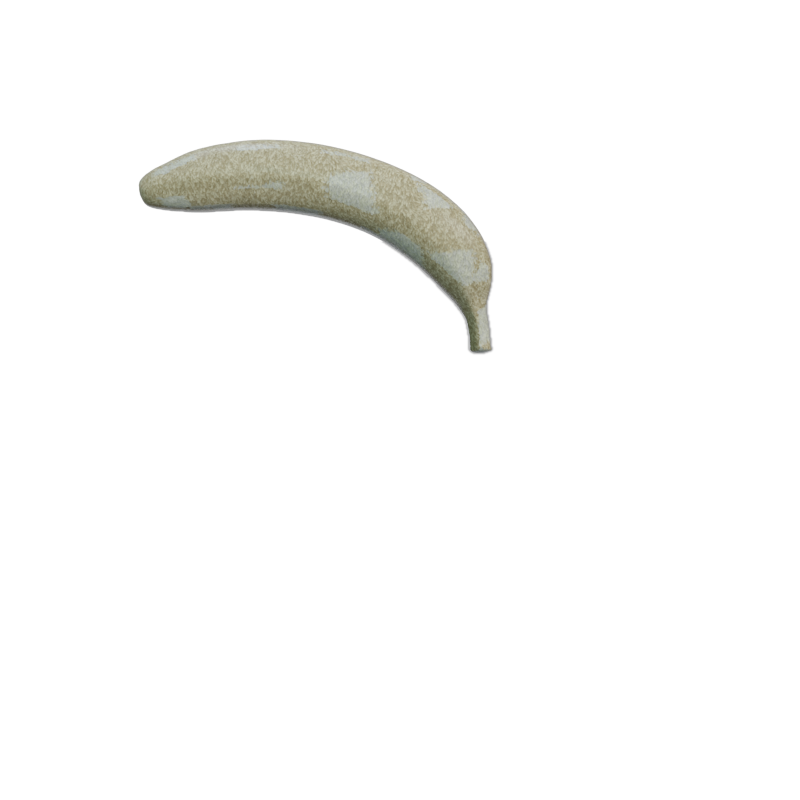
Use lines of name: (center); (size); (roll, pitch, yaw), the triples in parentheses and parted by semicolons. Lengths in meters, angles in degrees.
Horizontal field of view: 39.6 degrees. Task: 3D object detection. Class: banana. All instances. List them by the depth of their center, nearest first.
banana: (-0.033, -0.094, 0.561); (0.201, 0.071, 0.035); (24, -15, 7)
